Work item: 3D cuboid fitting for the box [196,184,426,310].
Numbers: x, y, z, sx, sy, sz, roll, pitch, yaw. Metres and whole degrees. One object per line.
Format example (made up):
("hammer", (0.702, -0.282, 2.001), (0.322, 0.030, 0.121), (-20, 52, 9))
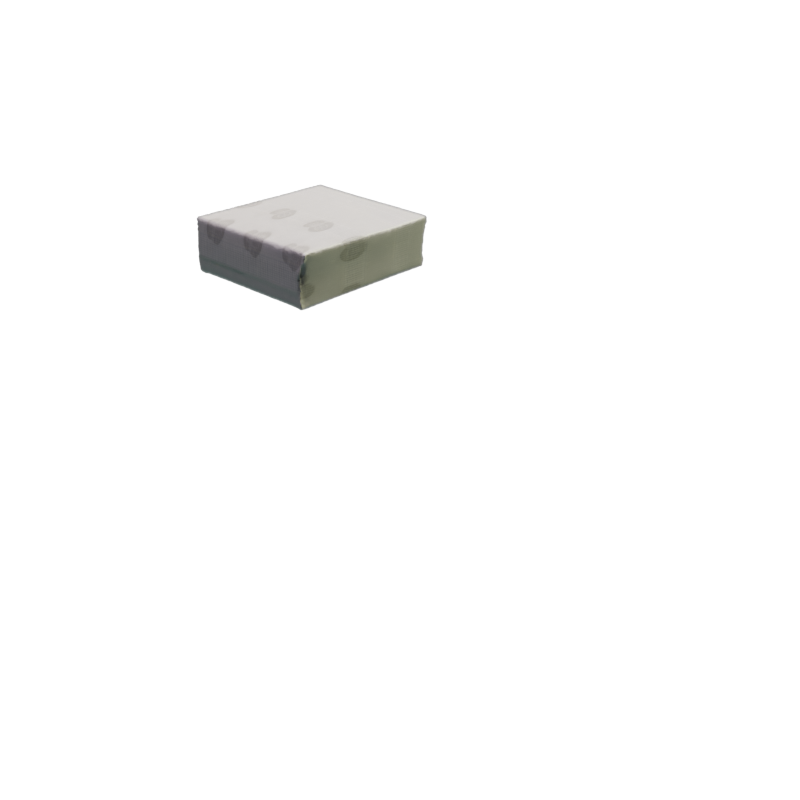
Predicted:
("box", (-0.053, -0.096, 0.674), (0.095, 0.037, 0.113), (21, 33, 36))
